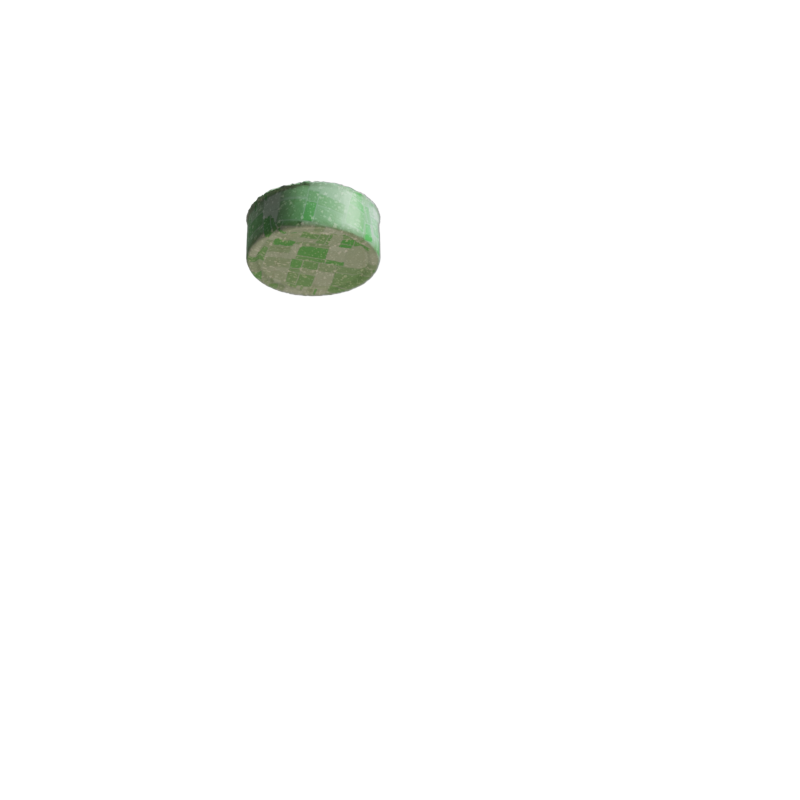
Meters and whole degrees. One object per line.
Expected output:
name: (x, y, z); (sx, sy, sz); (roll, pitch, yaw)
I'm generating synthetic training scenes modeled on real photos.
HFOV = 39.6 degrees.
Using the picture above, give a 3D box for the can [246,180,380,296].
can: (-0.055, -0.100, 0.700); (0.086, 0.036, 0.081); (1, -27, -2)
